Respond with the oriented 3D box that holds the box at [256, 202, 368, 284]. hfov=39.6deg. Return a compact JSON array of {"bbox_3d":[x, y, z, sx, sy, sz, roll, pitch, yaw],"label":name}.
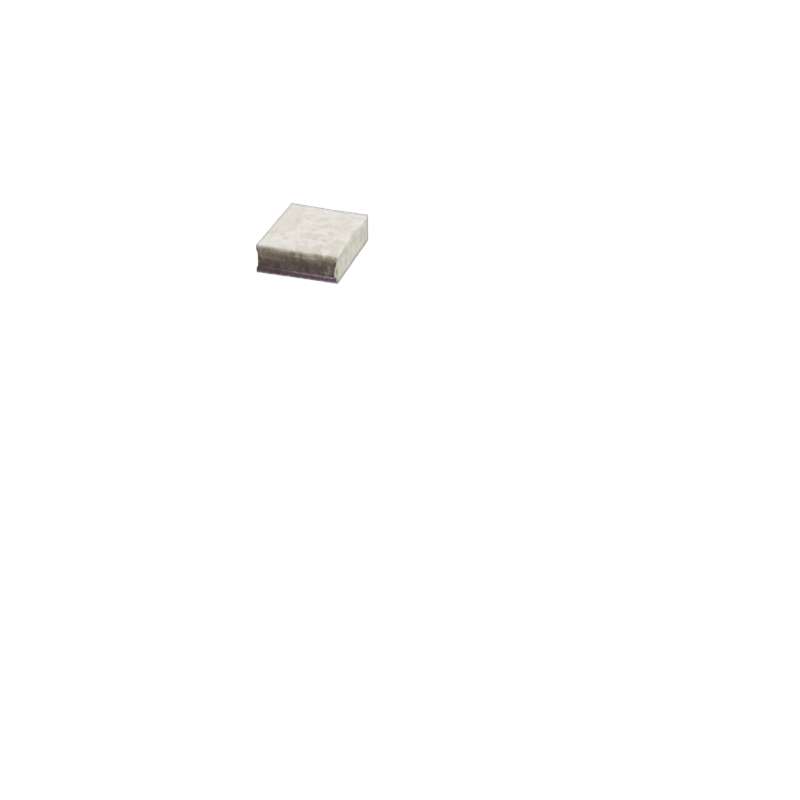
[{"bbox_3d":[-0.074,-0.136,0.950,0.075,0.028,0.092,10,33,14],"label":"box"}]
